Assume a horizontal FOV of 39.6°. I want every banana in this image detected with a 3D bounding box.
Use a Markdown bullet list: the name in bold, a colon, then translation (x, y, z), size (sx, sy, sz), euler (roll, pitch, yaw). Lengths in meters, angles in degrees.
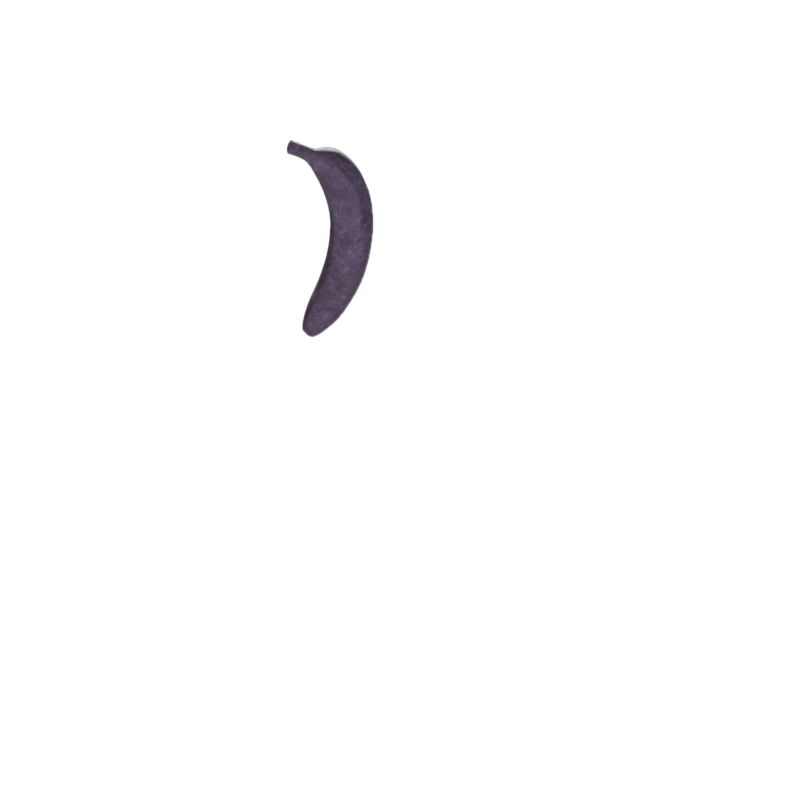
- **banana**: translation (-0.058, -0.143, 0.968), size (0.070, 0.185, 0.039), euler (-2, 32, 0)
